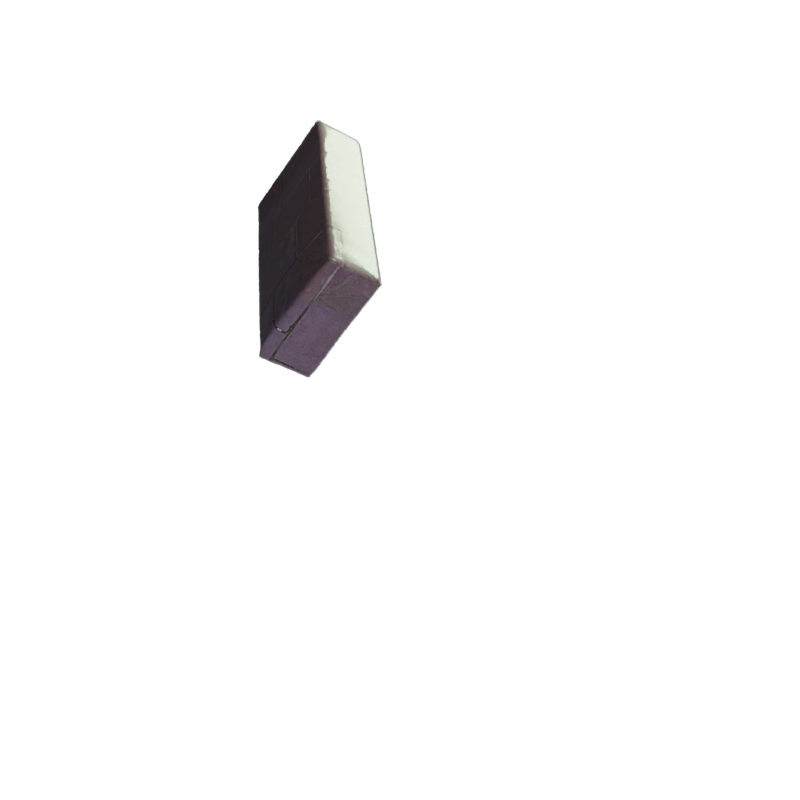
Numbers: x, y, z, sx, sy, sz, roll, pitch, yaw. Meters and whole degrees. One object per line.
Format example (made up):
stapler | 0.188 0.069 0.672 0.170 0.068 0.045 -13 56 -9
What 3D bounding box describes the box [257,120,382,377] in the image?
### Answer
box | -0.060 -0.110 0.769 0.046 0.091 0.189 26 33 -23
